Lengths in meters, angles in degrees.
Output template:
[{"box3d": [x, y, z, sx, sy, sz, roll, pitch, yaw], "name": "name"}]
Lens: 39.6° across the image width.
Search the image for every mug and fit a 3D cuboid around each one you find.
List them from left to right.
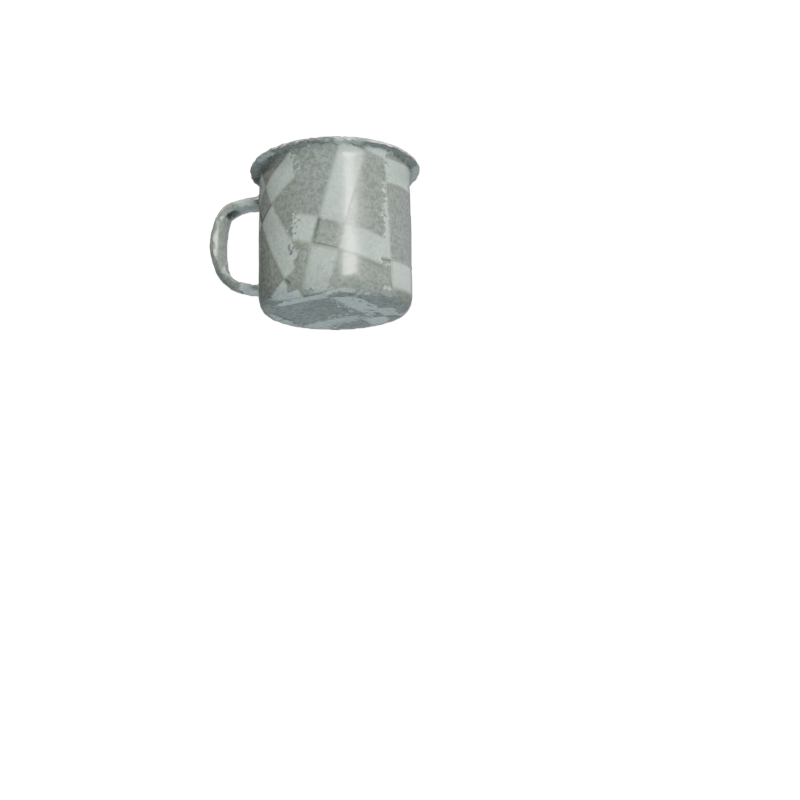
[{"box3d": [-0.047, -0.085, 0.599, 0.119, 0.085, 0.088, -3, -15, 10], "name": "mug"}]
